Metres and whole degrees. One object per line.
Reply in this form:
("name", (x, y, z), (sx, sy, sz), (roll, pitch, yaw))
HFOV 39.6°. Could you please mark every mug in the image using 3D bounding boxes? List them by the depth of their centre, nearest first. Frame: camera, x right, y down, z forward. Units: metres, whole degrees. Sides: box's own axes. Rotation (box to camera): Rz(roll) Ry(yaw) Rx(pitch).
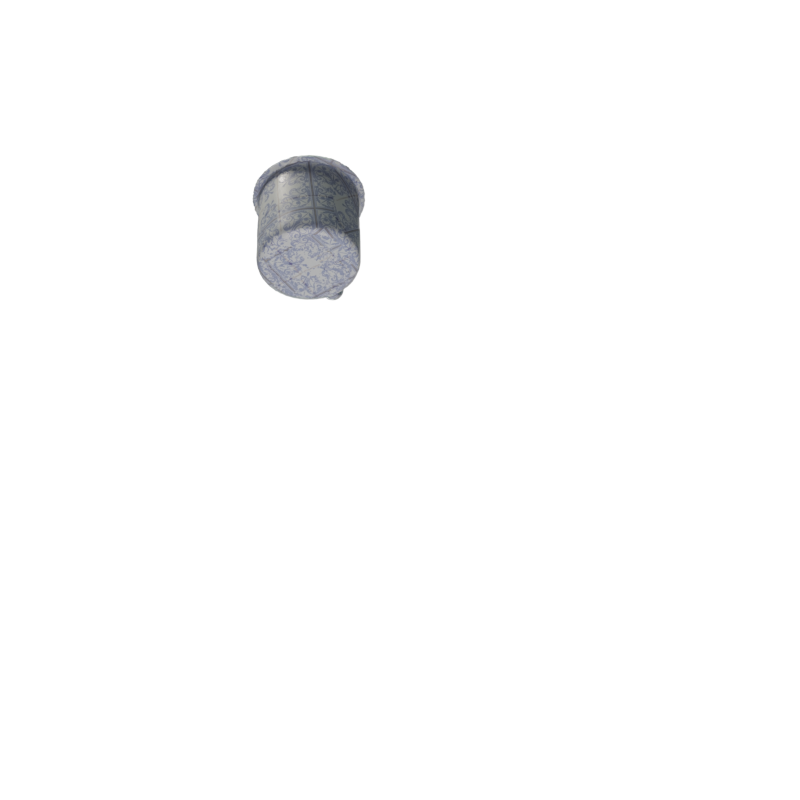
("mug", (-0.070, -0.128, 0.895), (0.094, 0.088, 0.108), (-12, -44, 11))
